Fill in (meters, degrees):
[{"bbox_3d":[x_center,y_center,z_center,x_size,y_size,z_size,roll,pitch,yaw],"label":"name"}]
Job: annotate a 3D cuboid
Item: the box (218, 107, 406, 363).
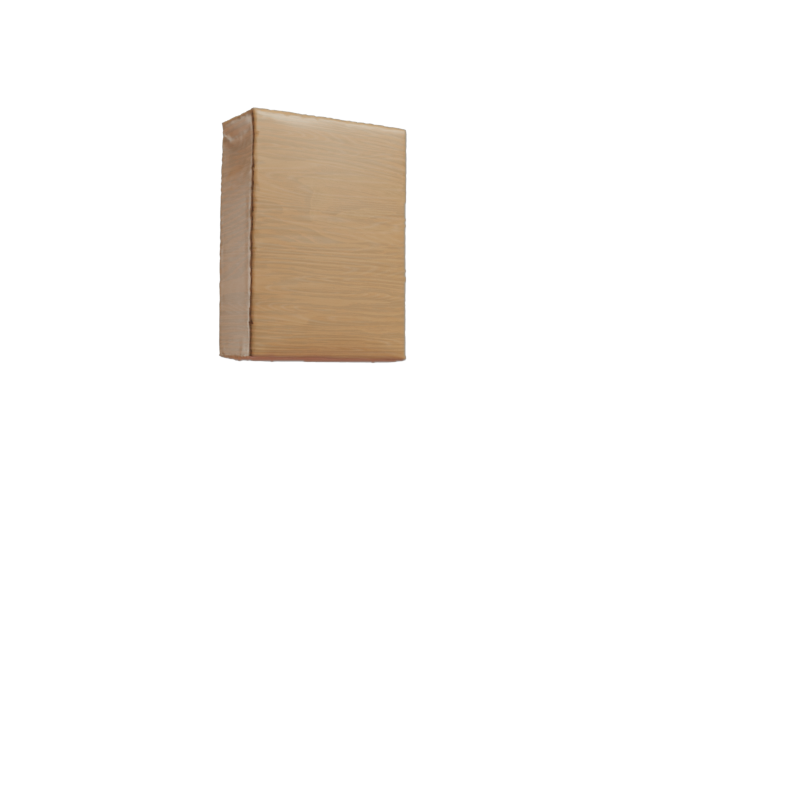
[{"bbox_3d":[-0.078,-0.141,0.991,0.158,0.217,0.073,2,-7,-33],"label":"box"}]
